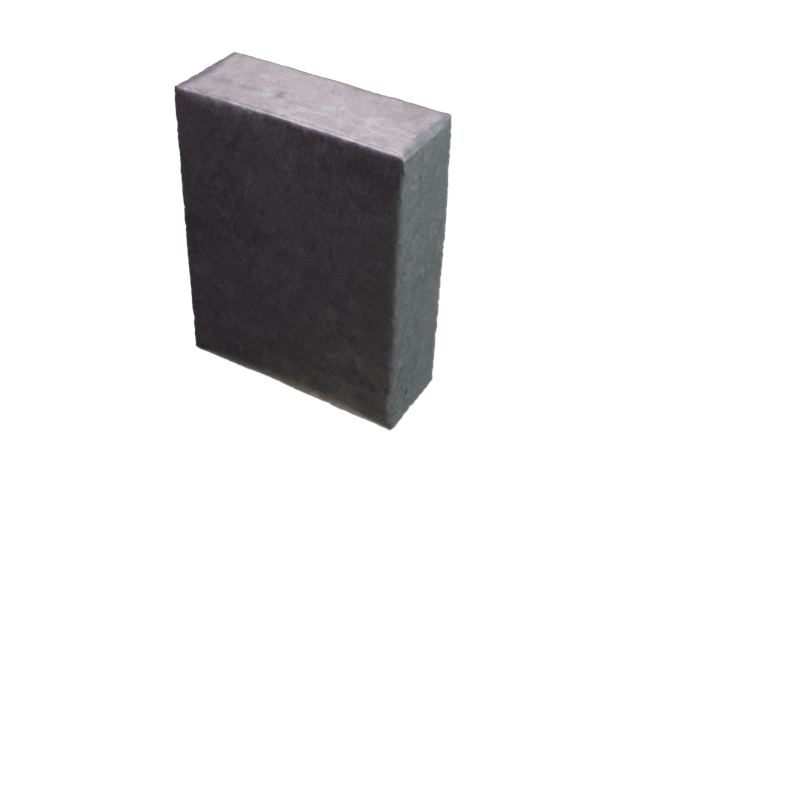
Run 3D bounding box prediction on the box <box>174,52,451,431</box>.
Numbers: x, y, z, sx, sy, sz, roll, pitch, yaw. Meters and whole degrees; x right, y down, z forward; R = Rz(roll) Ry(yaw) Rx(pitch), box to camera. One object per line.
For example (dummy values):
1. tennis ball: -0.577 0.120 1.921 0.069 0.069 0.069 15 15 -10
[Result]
1. box: -0.057 -0.104 0.726 0.172 0.200 0.073 23 42 24
